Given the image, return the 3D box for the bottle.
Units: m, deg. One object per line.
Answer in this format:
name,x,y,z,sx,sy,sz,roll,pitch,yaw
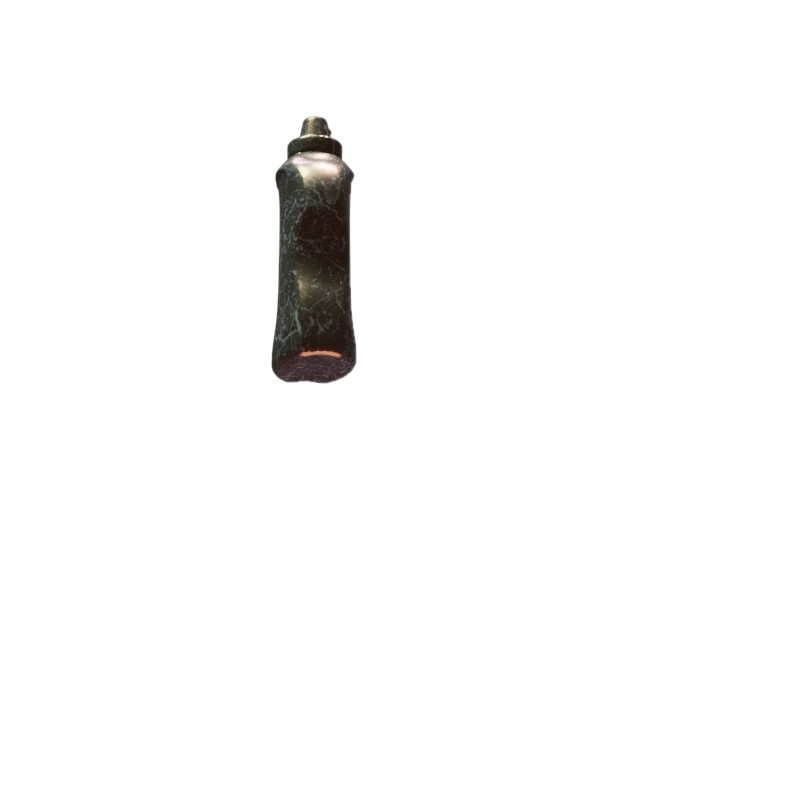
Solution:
bottle,-0.062,-0.114,0.796,0.058,0.200,0.093,1,-17,-9
